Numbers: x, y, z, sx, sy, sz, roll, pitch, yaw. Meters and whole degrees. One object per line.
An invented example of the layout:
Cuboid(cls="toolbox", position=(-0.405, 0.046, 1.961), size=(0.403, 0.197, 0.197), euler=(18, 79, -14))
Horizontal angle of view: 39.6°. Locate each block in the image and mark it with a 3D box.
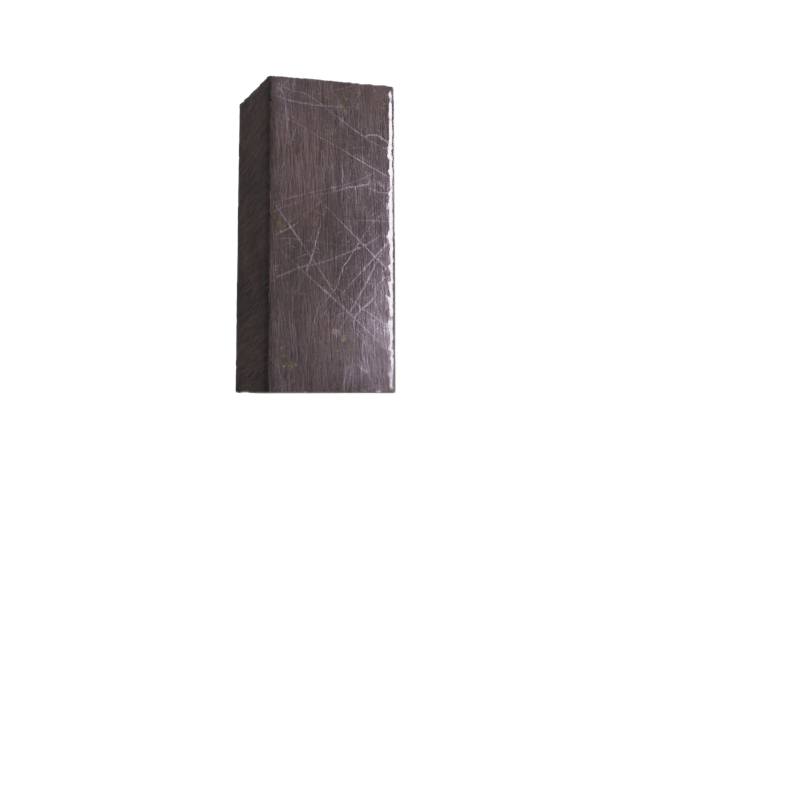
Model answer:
Cuboid(cls="block", position=(-0.060, -0.109, 0.763), size=(0.088, 0.210, 0.091), euler=(2, -6, -20))
